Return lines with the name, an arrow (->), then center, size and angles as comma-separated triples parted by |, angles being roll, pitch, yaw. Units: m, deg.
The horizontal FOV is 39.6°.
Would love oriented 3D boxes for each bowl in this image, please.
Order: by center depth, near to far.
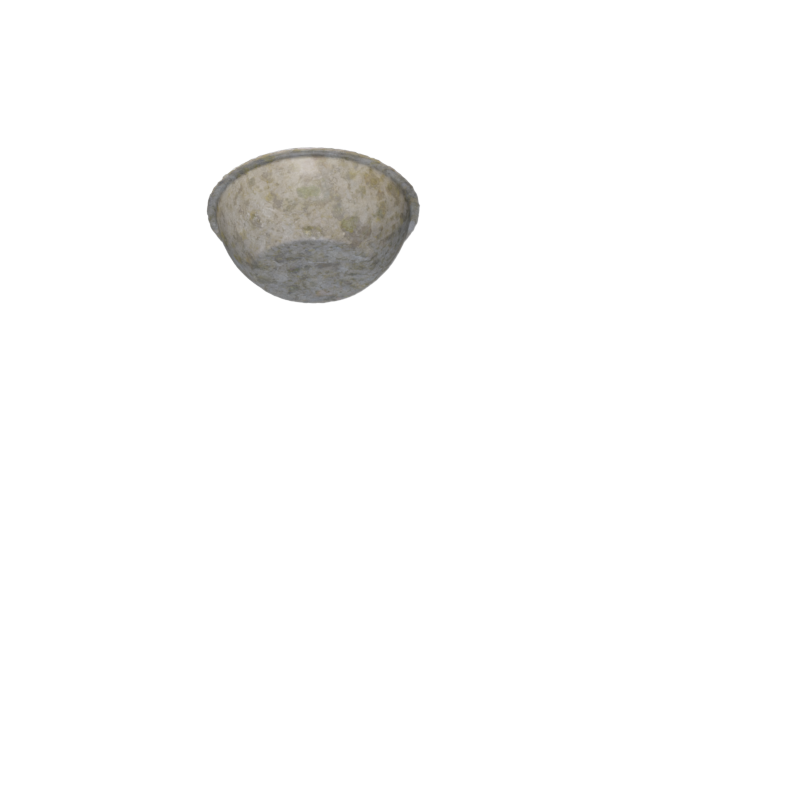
bowl -> -0.065, -0.118, 0.828 | 0.162, 0.059, 0.152 | 1, -28, -2
